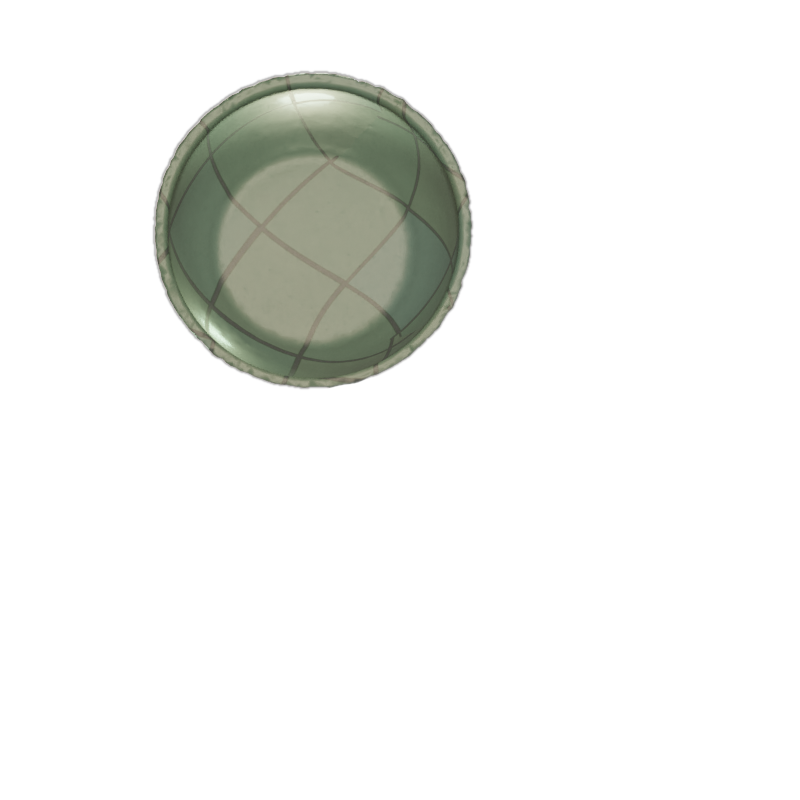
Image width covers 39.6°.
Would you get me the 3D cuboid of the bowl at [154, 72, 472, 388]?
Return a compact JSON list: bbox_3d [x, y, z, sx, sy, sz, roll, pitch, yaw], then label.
[{"bbox_3d":[-0.042,-0.077,0.536,0.162,0.158,0.056,0,10,-1],"label":"bowl"}]
